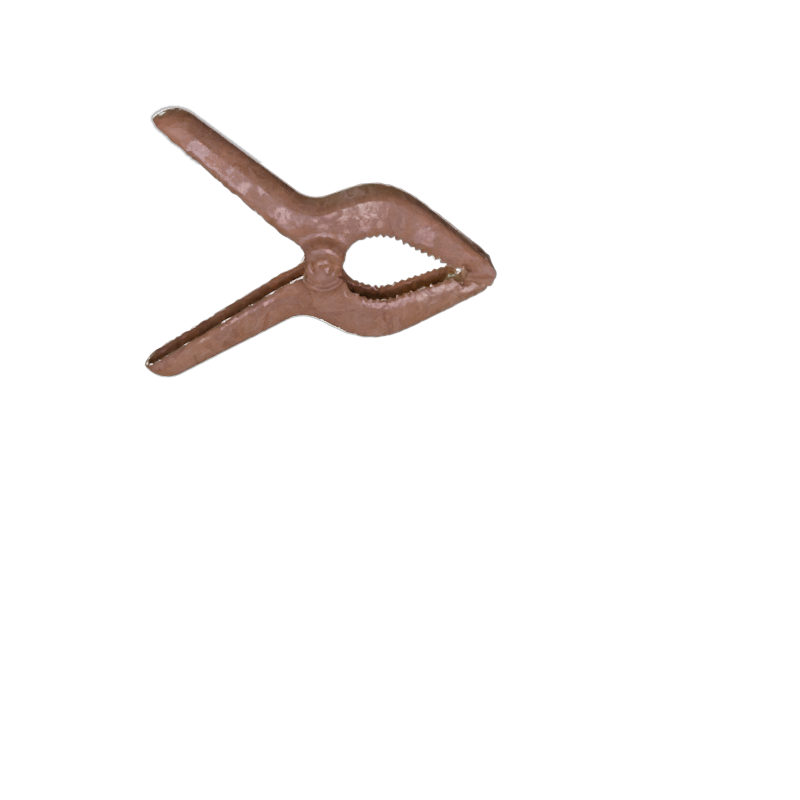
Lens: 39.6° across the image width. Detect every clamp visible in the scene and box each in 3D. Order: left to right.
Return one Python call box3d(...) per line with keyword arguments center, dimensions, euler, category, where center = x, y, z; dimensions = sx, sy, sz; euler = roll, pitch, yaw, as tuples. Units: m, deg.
box3d(center=(-0.050, -0.092, 0.644), dimensions=(0.210, 0.156, 0.038), euler=(-2, 23, 1), category="clamp")
